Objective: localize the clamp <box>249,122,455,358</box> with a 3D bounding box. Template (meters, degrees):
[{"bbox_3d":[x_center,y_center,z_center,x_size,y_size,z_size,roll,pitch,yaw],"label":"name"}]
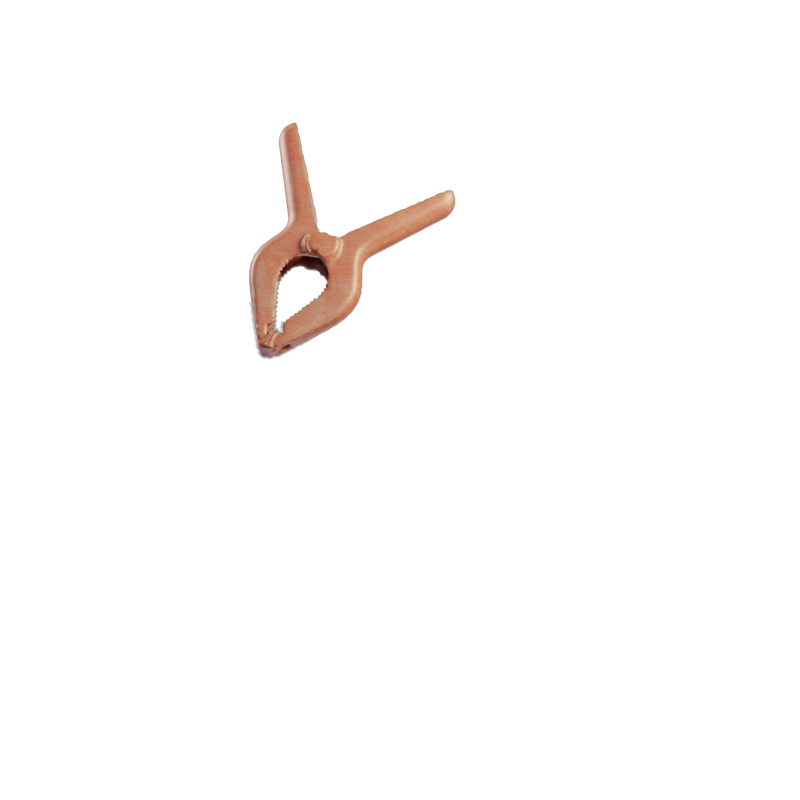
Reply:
[{"bbox_3d":[-0.073,-0.133,0.930,0.170,0.215,0.034,29,-22,13],"label":"clamp"}]
